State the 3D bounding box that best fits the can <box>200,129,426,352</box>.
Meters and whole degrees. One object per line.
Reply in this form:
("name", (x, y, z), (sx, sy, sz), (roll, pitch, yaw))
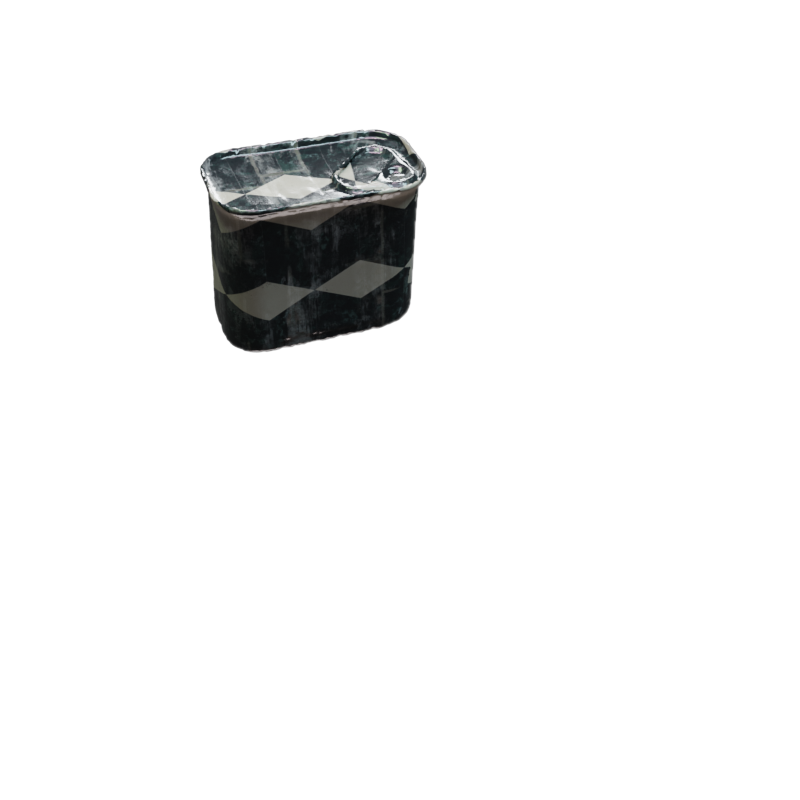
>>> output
("can", (-0.042, -0.076, 0.535), (0.101, 0.078, 0.062), (-11, 40, -16))
